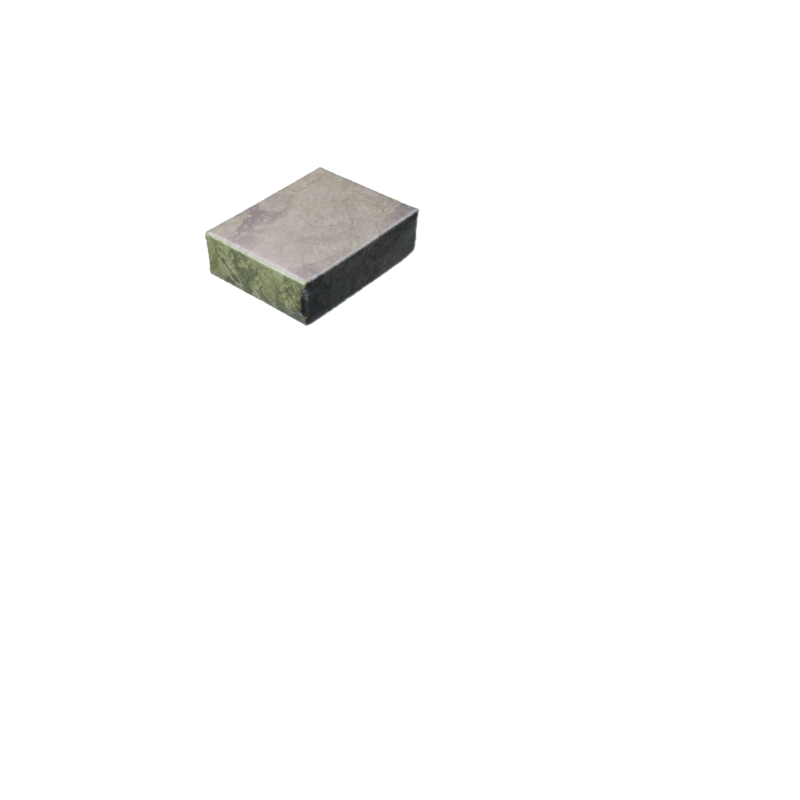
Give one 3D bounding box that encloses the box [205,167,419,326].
[{"bbox_3d":[-0.057,-0.104,0.726,0.095,0.036,0.114,28,46,31],"label":"box"}]
